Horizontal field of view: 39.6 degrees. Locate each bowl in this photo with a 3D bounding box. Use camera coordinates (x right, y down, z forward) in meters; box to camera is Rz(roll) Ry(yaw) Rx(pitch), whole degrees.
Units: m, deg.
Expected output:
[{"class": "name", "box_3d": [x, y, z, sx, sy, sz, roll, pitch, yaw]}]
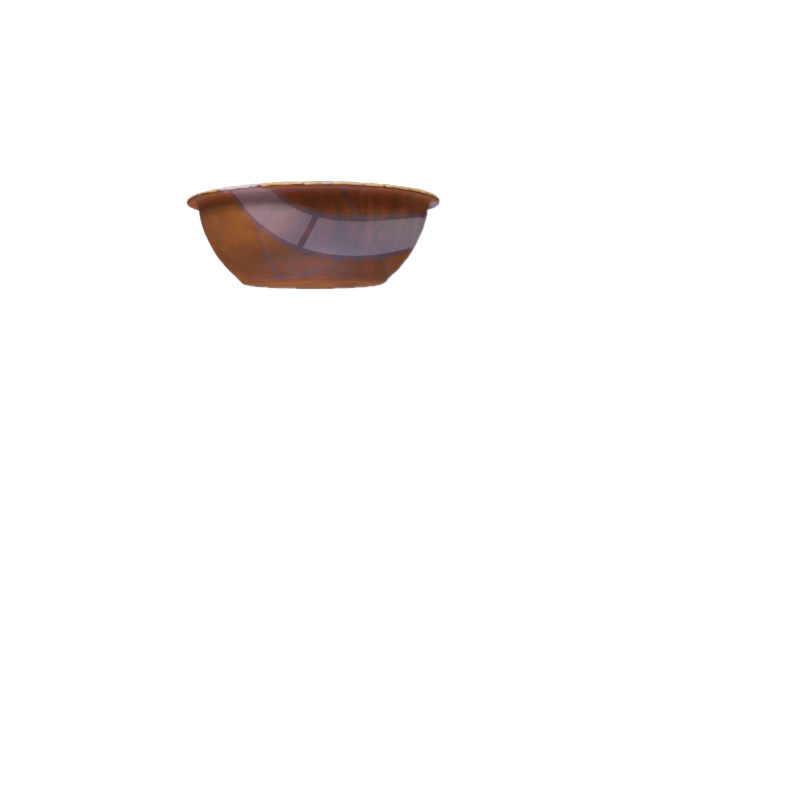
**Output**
[{"class": "bowl", "box_3d": [-0.055, -0.101, 0.709, 0.162, 0.055, 0.161, 0, 1, -2]}]
